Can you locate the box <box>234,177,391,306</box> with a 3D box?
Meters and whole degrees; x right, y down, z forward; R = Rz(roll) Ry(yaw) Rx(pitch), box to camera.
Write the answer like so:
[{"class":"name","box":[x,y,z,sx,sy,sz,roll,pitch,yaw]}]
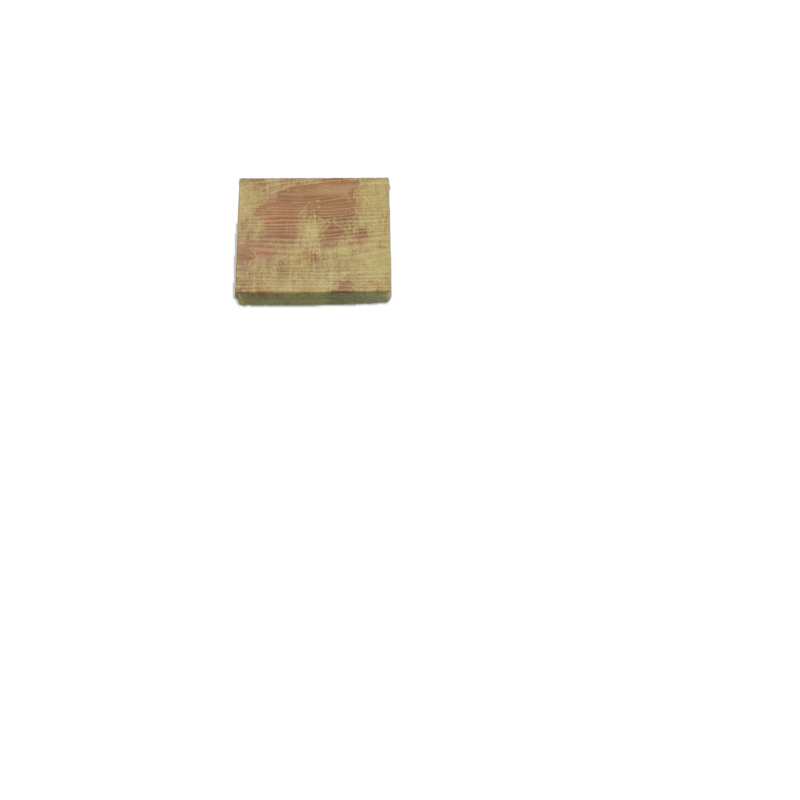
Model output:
[{"class":"box","box":[-0.063,-0.115,0.807,0.113,0.094,0.037,0,-20,0]}]
